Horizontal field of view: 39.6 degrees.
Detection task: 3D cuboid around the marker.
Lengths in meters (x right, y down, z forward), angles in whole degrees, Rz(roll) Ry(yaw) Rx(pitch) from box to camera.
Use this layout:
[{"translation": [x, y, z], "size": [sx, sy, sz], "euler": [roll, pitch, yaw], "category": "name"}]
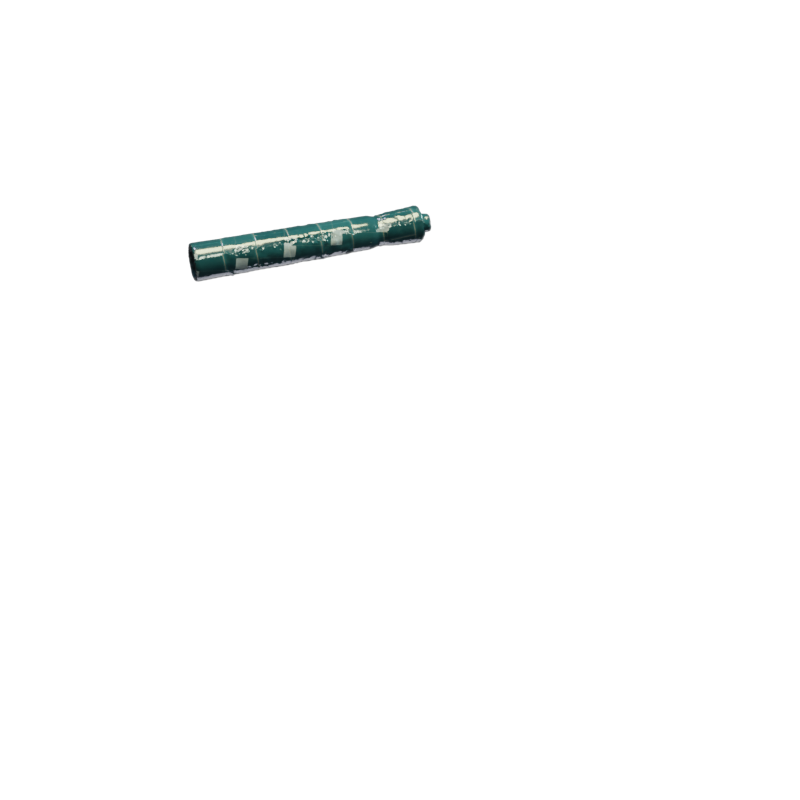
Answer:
[{"translation": [-0.042, -0.077, 0.541], "size": [0.119, 0.020, 0.020], "euler": [-12, 7, -14], "category": "marker"}]
